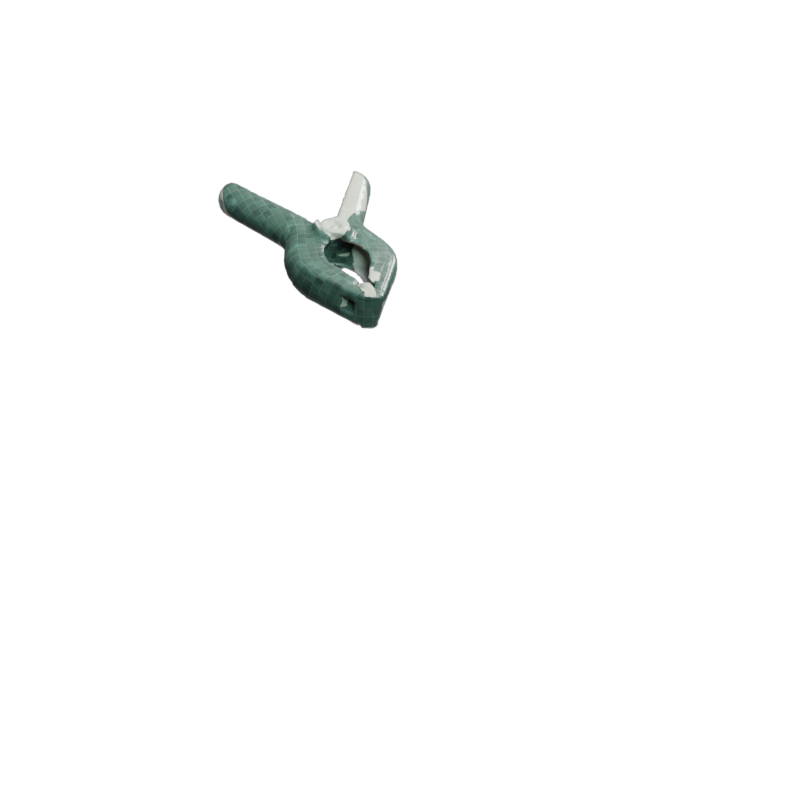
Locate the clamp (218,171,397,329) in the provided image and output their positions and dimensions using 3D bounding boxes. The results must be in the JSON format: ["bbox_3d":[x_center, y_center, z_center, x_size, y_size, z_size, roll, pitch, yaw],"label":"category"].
[{"bbox_3d":[-0.062,-0.113,0.794,0.119,0.037,0.185,-9,39,-11],"label":"clamp"}]
